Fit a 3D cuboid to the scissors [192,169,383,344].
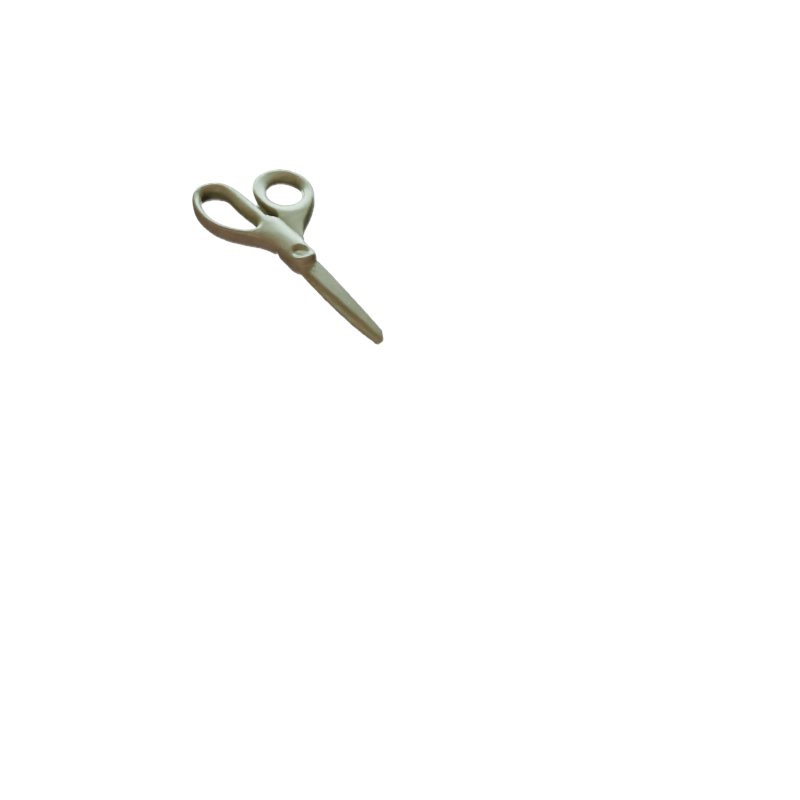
[{"bbox_3d":[-0.060,-0.110,0.768,0.215,0.015,0.097,32,51,30],"label":"scissors"}]
